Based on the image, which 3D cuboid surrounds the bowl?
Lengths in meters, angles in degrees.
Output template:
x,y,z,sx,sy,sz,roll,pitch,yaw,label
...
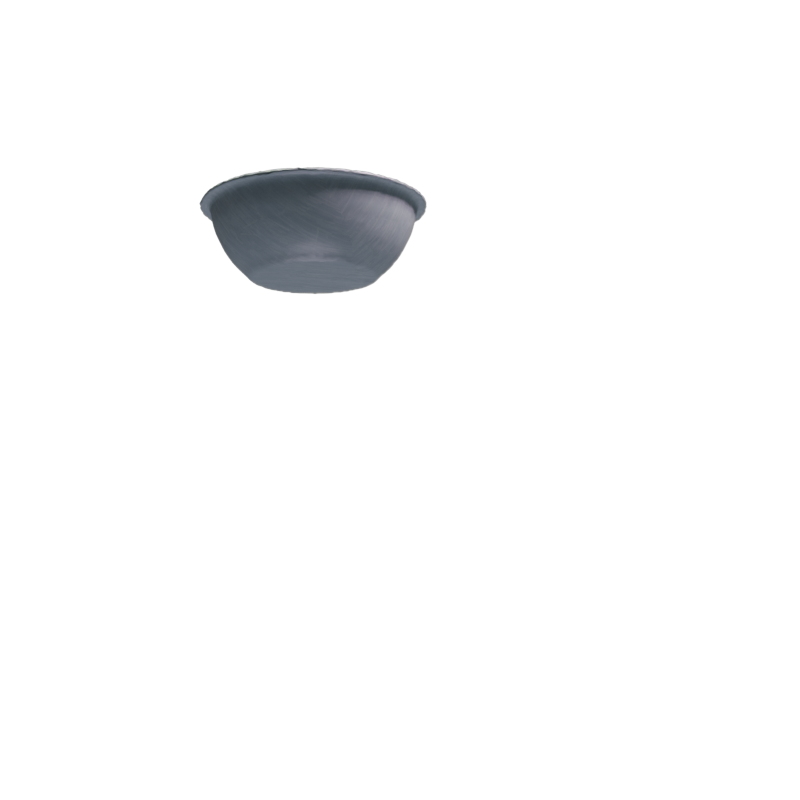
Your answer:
x,y,z,sx,sy,sz,roll,pitch,yaw,label
-0.062,-0.112,0.787,0.162,0.057,0.157,0,-10,-2,bowl
